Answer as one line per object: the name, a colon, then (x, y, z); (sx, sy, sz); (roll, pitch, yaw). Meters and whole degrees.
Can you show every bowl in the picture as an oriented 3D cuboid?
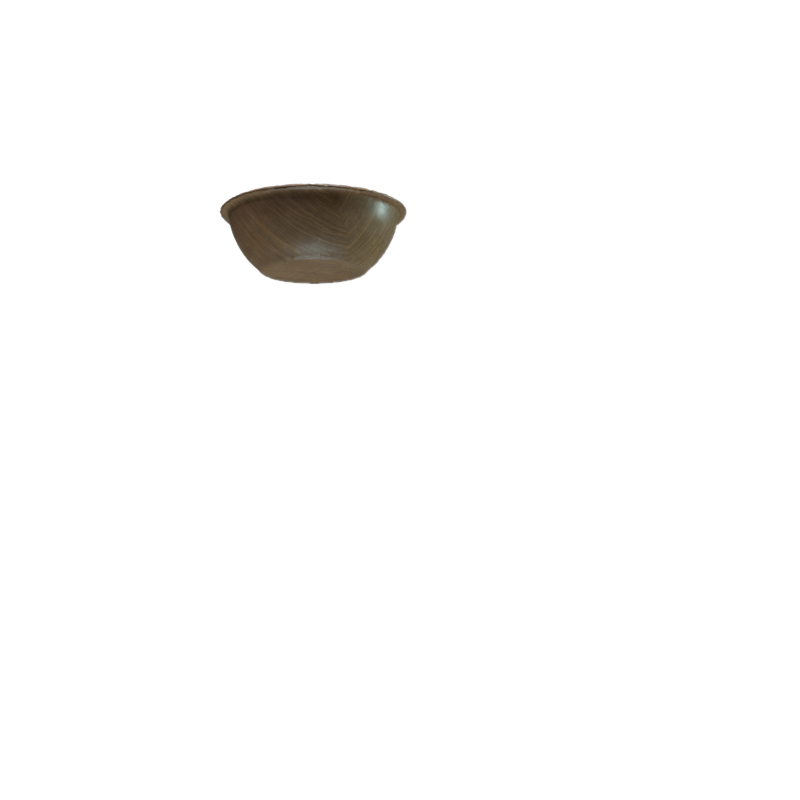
bowl: (-0.075, -0.136, 0.956); (0.162, 0.057, 0.158); (0, -8, -2)
